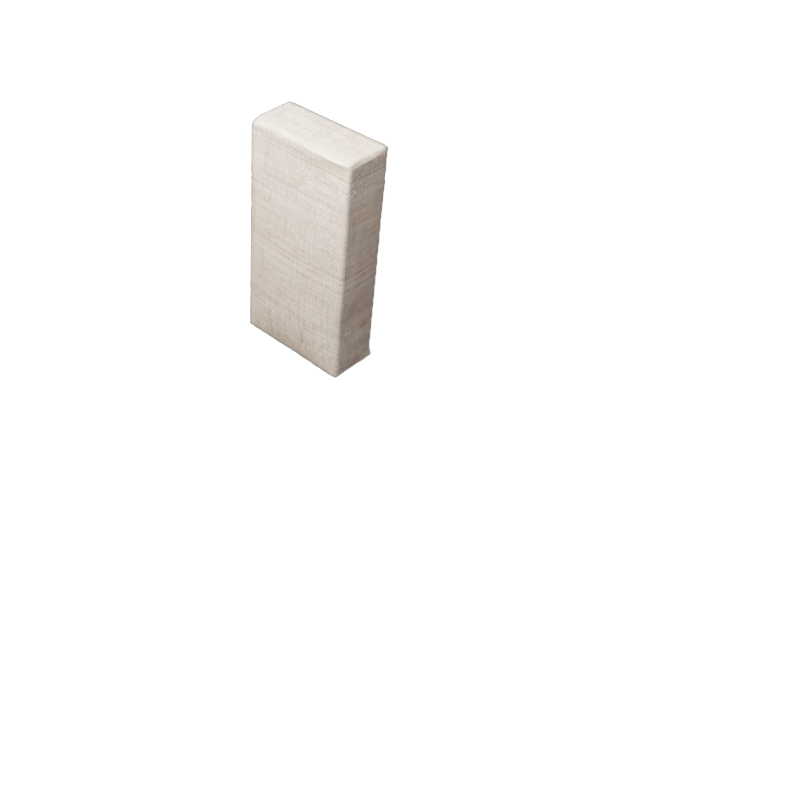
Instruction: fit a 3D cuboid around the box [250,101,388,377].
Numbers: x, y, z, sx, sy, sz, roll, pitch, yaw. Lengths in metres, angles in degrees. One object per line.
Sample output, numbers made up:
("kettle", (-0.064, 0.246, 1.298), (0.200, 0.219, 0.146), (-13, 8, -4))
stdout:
("box", (-0.061, -0.111, 0.779), (0.099, 0.165, 0.048), (31, 46, 31))
